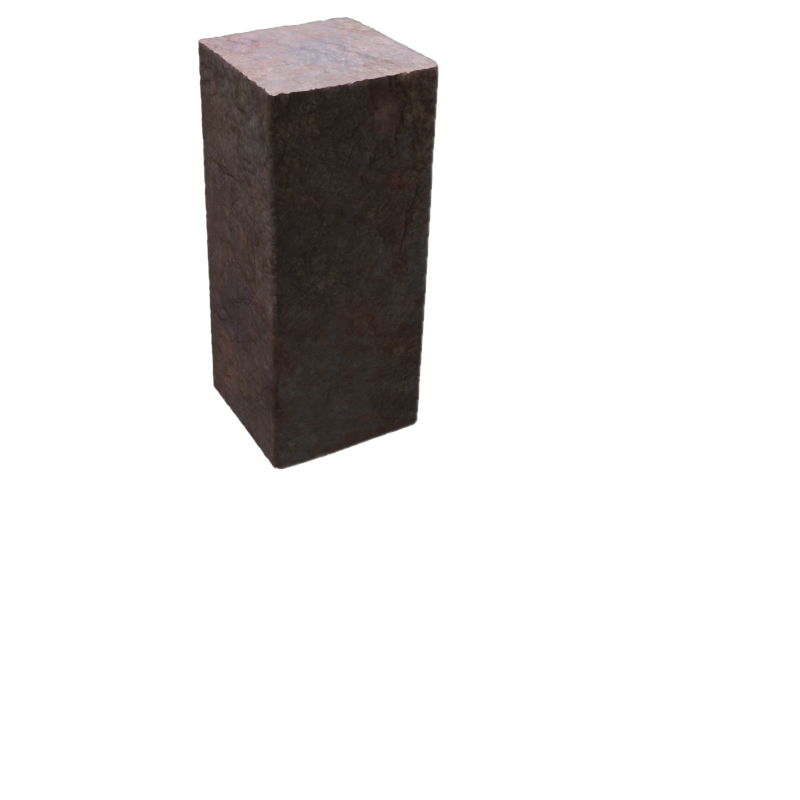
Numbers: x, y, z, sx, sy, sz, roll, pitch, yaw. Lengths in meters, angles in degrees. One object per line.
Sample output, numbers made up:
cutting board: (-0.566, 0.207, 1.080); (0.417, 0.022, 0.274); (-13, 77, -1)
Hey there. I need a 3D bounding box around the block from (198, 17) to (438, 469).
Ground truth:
block: (-0.044, -0.082, 0.577); (0.089, 0.194, 0.098); (-14, 34, -26)
